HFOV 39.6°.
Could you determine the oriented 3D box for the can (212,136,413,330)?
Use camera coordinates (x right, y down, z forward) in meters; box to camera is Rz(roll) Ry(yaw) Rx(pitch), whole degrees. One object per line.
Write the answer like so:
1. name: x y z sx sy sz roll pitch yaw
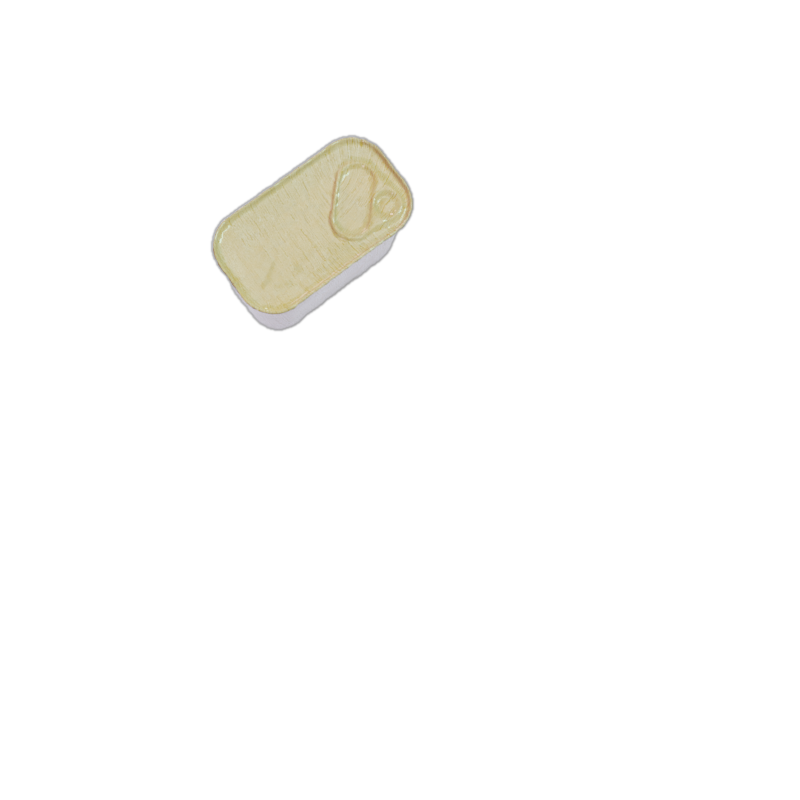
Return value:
1. can: -0.046 -0.085 0.595 0.102 0.059 0.082 -37 -4 -7
